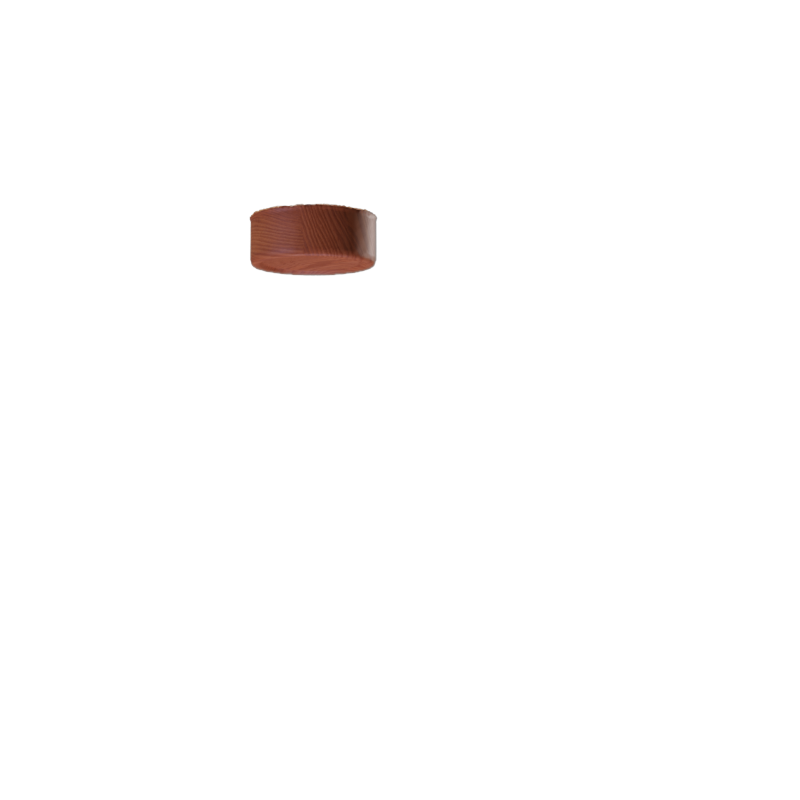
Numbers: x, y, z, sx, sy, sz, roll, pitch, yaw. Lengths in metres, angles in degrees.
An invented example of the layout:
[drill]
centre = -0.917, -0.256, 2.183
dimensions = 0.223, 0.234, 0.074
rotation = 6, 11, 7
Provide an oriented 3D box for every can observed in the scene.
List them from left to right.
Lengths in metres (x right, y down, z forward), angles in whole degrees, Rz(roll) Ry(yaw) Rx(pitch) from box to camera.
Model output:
[can]
centre = -0.058, -0.106, 0.743
dimensions = 0.086, 0.034, 0.085
rotation = 0, -4, -2
